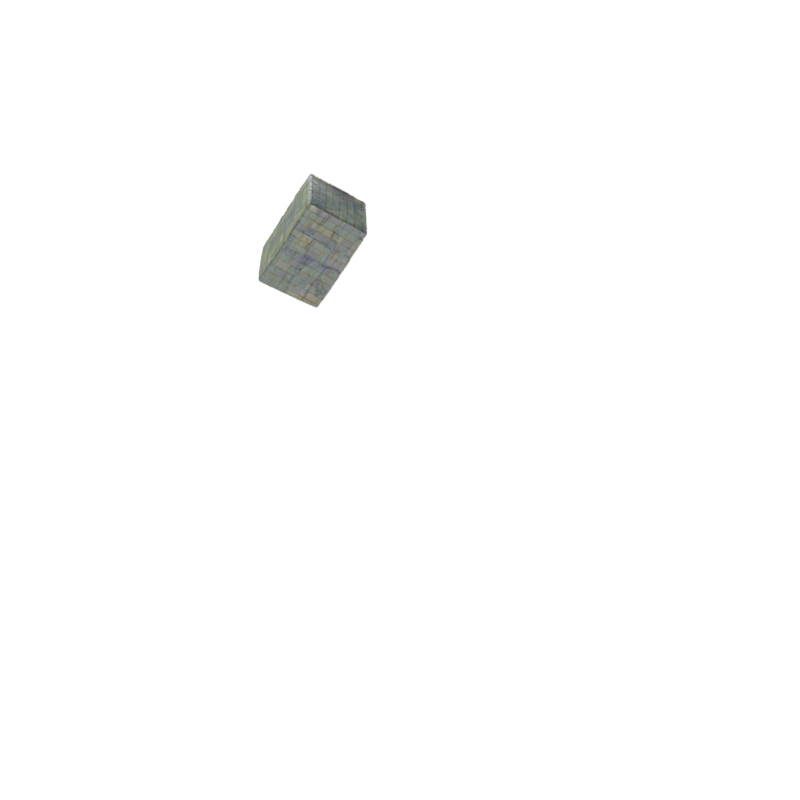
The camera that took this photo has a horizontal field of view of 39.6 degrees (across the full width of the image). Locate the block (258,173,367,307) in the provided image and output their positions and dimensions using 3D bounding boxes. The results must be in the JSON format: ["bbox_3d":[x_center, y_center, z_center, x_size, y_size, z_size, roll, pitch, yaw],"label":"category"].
[{"bbox_3d":[-0.066,-0.121,0.848,0.051,0.076,0.055,28,27,-18],"label":"block"}]
